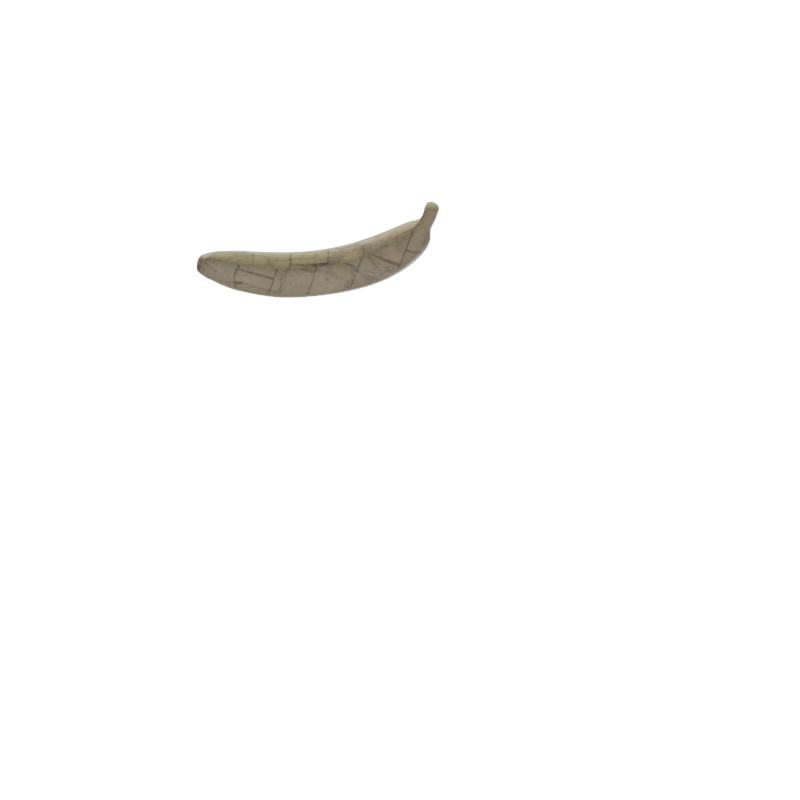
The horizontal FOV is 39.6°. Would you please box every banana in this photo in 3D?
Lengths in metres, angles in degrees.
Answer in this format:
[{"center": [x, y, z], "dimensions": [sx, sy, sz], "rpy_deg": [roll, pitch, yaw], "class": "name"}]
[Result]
[{"center": [-0.060, -0.113, 0.882], "dimensions": [0.199, 0.064, 0.039], "rpy_deg": [-13, 39, 10], "class": "banana"}]
